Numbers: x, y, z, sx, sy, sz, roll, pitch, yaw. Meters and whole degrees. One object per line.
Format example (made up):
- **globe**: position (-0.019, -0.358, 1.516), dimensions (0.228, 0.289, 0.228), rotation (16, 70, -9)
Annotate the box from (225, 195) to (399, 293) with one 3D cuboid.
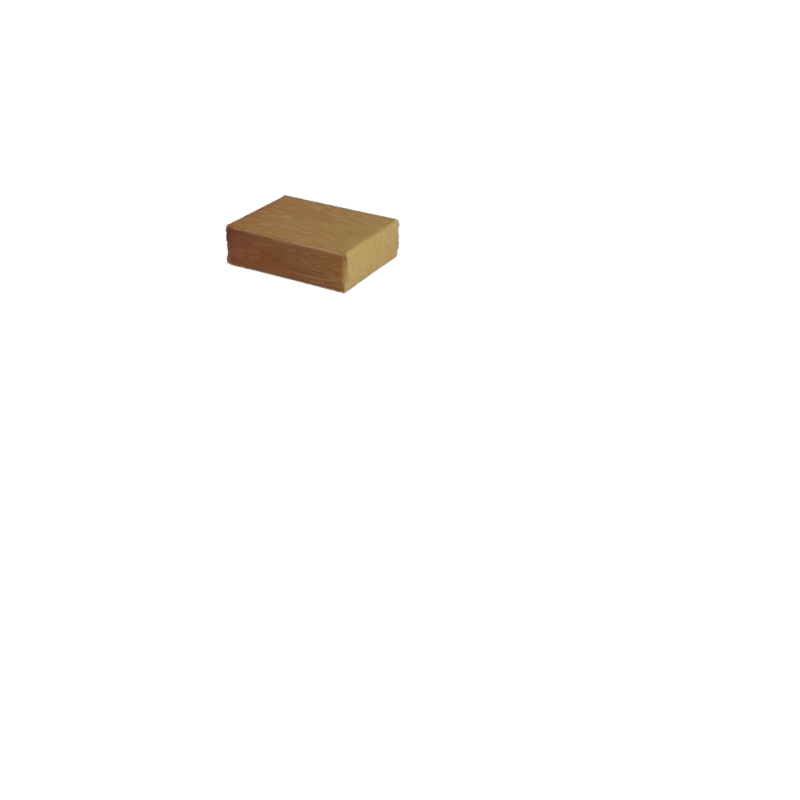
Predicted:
- **box**: position (-0.070, -0.127, 0.892), dimensions (0.118, 0.037, 0.091), rotation (14, 29, 26)
